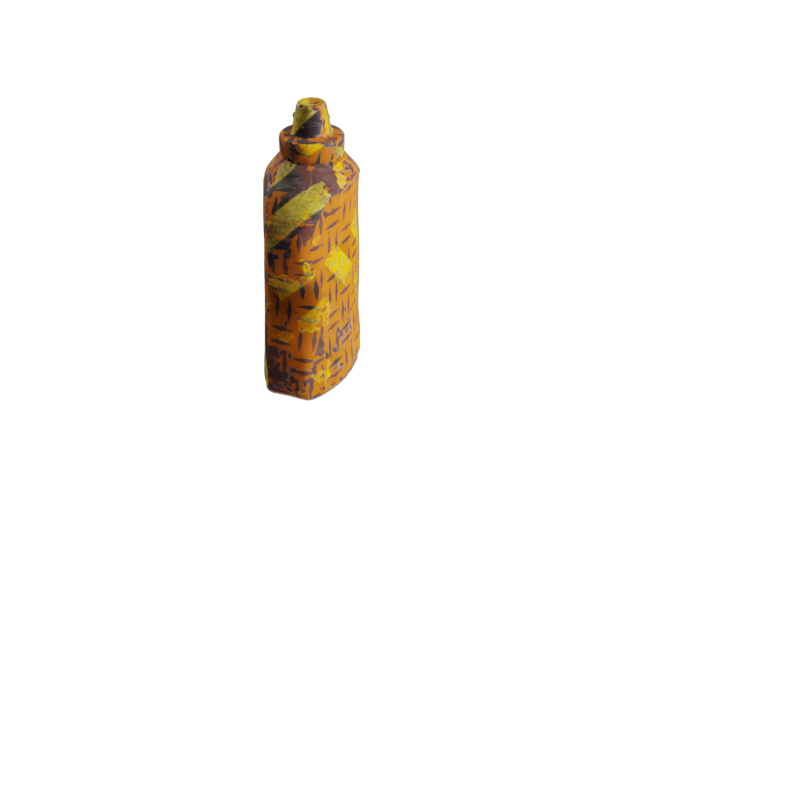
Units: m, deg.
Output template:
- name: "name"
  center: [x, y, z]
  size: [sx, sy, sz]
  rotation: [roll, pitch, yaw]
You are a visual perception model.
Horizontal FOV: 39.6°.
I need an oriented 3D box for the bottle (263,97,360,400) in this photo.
- name: "bottle"
  center: [-0.057, -0.103, 0.719]
  size: [0.060, 0.181, 0.099]
  rotation: [12, 31, 16]
